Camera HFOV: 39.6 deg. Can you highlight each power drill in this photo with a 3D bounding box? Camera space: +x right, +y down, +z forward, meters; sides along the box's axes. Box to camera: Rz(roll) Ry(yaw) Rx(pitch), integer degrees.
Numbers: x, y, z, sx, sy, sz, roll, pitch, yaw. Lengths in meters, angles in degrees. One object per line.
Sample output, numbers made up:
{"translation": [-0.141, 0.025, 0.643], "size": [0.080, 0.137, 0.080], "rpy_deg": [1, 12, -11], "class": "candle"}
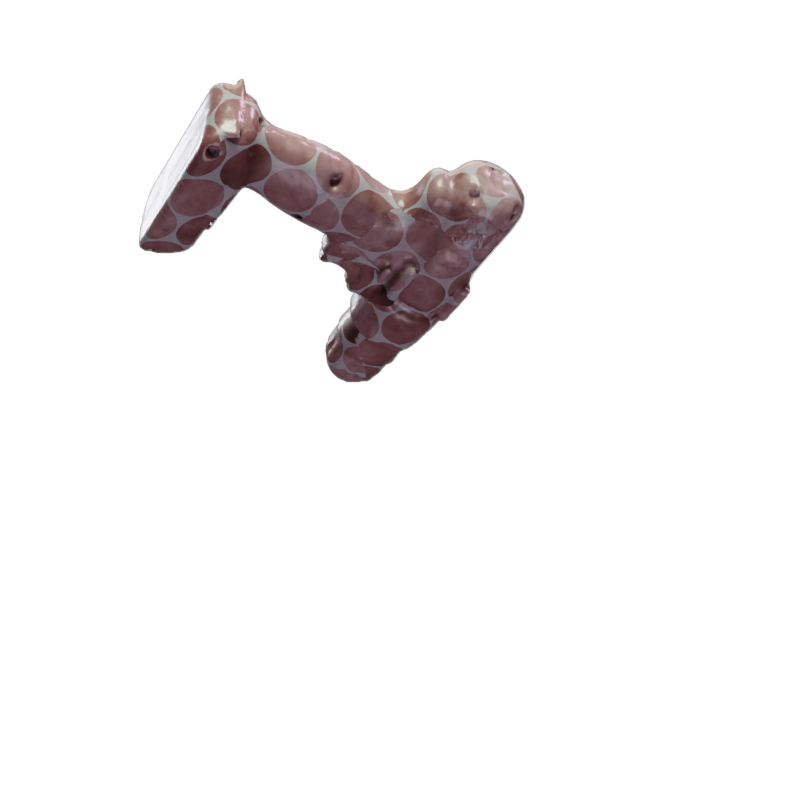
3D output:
{"translation": [-0.050, -0.091, 0.639], "size": [0.180, 0.062, 0.179], "rpy_deg": [21, -47, -21], "class": "power drill"}
